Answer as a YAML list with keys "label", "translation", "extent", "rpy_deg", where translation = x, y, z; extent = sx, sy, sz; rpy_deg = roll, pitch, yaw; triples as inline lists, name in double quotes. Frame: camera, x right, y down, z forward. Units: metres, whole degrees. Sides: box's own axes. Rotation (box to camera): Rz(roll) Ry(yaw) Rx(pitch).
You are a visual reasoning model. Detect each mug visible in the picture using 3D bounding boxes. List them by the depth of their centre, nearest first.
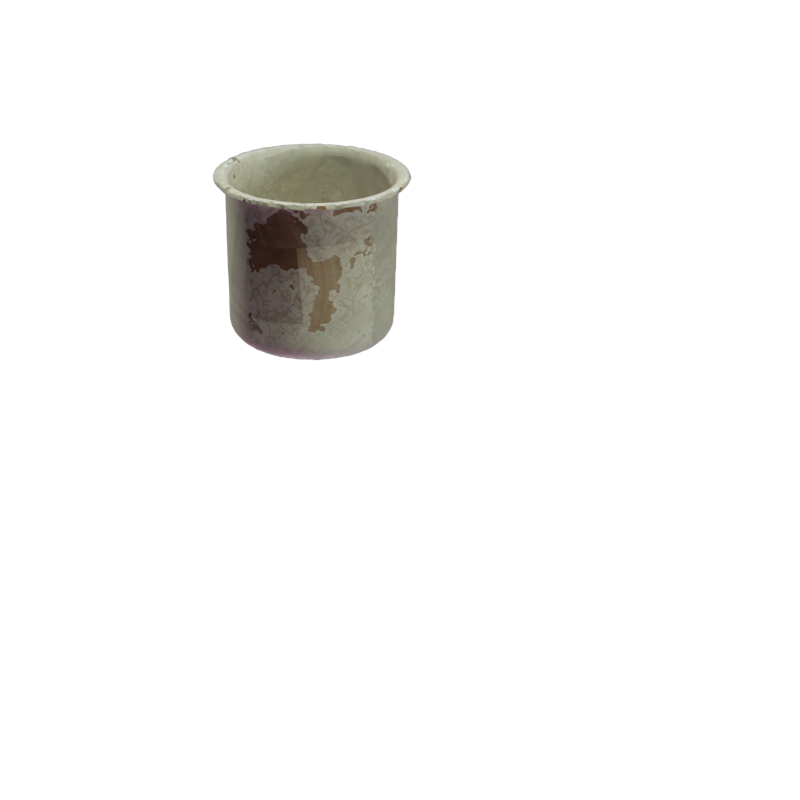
- label: "mug"
  translation: [-0.043, -0.078, 0.548]
  extent: [0.093, 0.077, 0.123]
  rpy_deg: [1, 27, 0]
